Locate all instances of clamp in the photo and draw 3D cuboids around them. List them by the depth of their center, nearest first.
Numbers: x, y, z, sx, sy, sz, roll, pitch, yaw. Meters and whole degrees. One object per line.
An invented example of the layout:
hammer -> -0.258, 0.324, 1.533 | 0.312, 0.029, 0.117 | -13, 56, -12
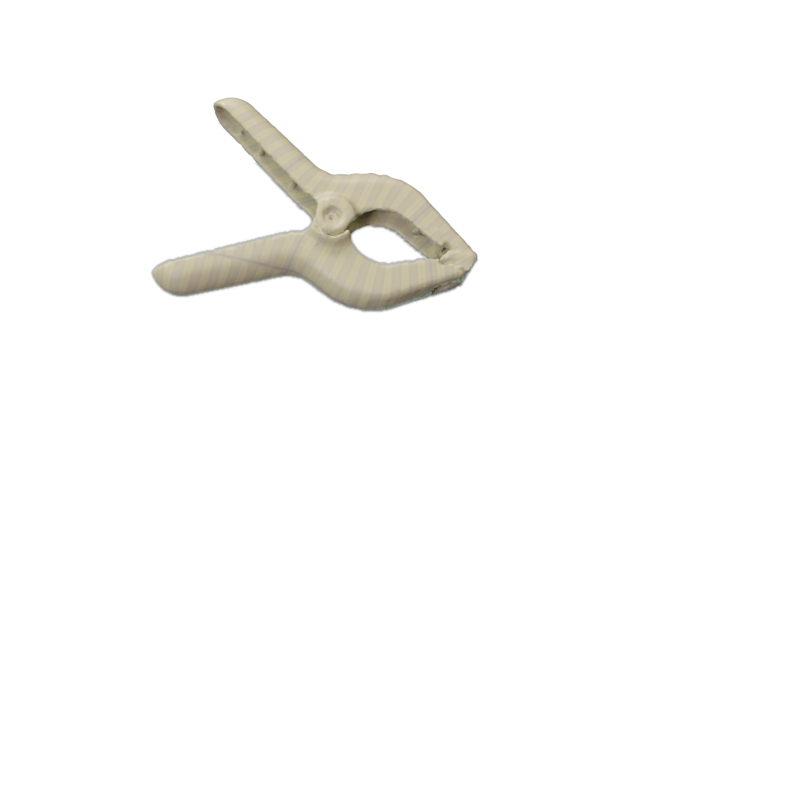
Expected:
clamp -> -0.048, -0.087, 0.608 | 0.174, 0.123, 0.038 | 23, -15, 6
